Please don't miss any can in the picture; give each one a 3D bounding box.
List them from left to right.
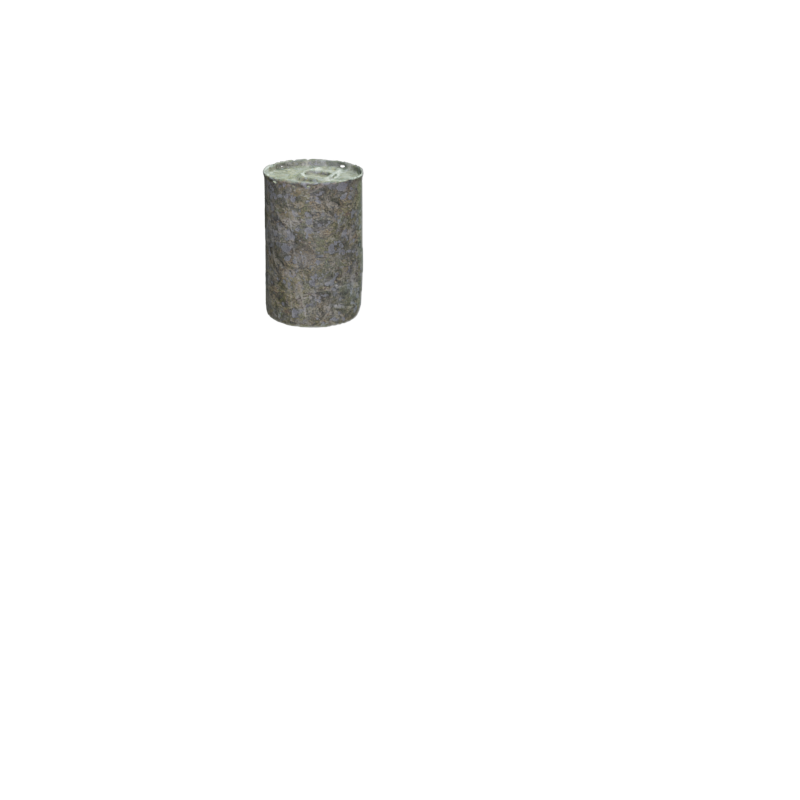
[{"bbox_3d":[-0.060,-0.109,0.762,0.068,0.098,0.072,0,20,-2],"label":"can"}]
